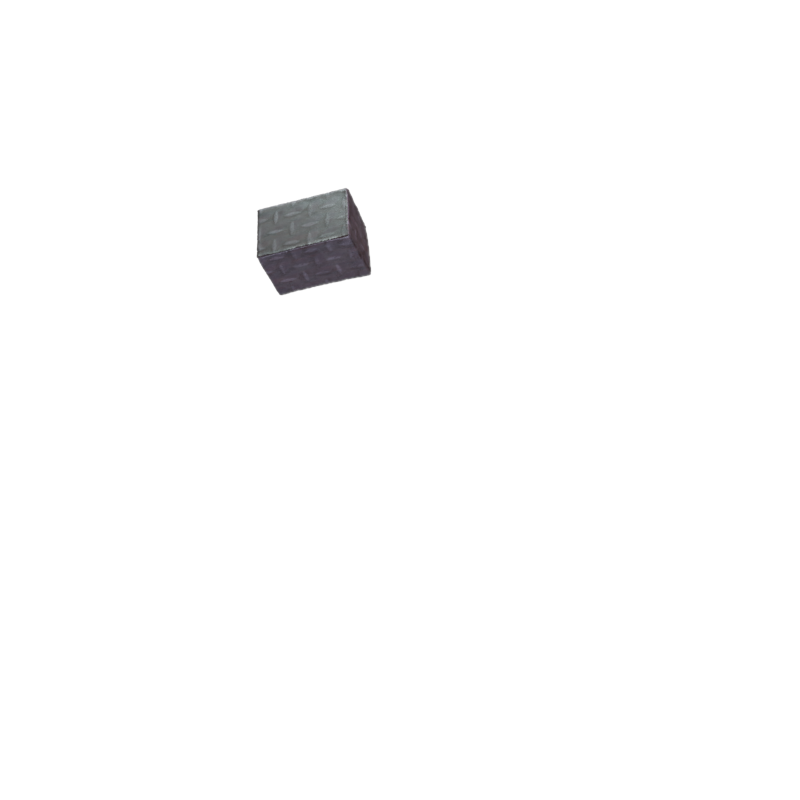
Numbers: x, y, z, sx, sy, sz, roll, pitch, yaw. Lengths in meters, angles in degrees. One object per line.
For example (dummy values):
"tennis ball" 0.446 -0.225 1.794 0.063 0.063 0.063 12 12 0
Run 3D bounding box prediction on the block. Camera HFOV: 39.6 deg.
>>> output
"block" -0.068 -0.124 0.868 0.079 0.055 0.049 -11 -37 14
